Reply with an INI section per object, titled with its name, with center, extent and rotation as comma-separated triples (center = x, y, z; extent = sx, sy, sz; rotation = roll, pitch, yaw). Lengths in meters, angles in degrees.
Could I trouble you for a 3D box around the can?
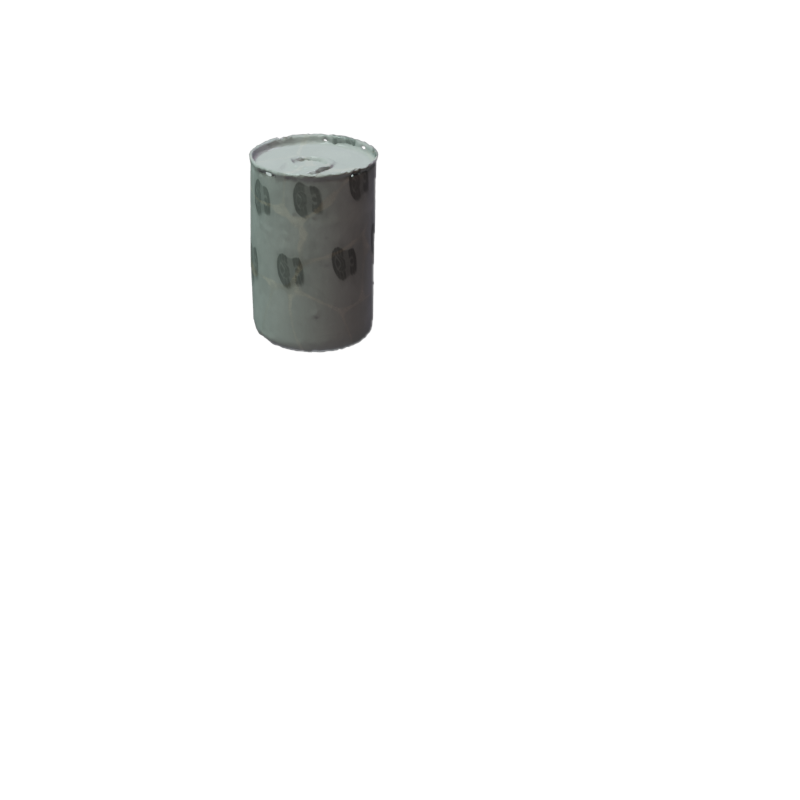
[can]
center = -0.047, -0.086, 0.602
extent = 0.068, 0.097, 0.072
rotation = 0, 26, -2
